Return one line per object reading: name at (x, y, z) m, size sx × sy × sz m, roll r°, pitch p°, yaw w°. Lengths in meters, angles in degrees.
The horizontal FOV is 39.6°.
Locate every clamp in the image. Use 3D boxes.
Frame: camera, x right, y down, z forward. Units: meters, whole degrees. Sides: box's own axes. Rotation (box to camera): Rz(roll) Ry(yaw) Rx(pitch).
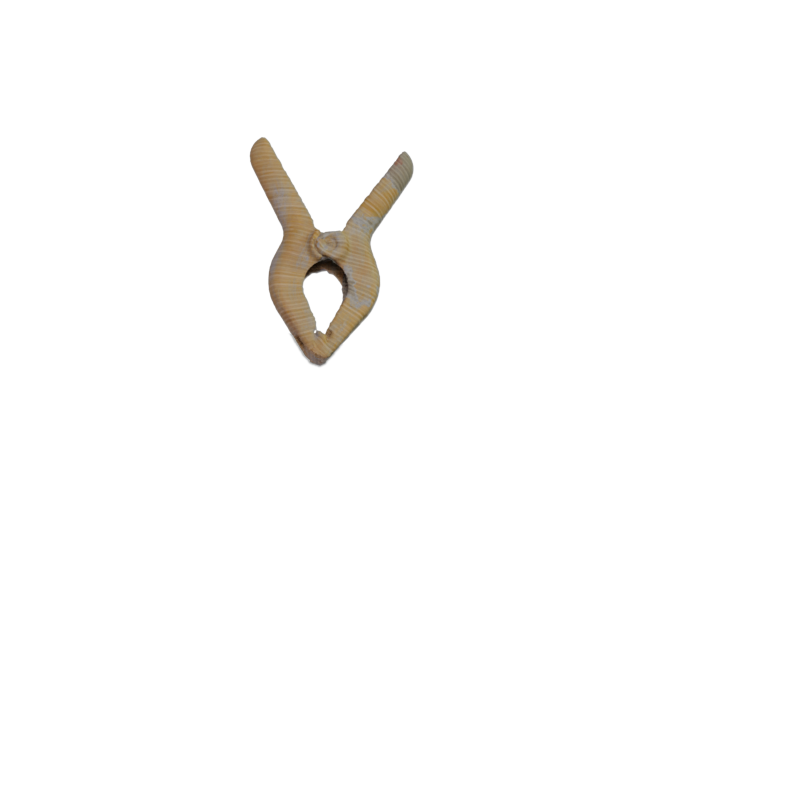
clamp at (-0.062, -0.114, 0.796) m, size 0.121 × 0.179 × 0.037 m, roll 10°, pitch -22°, yaw 4°
